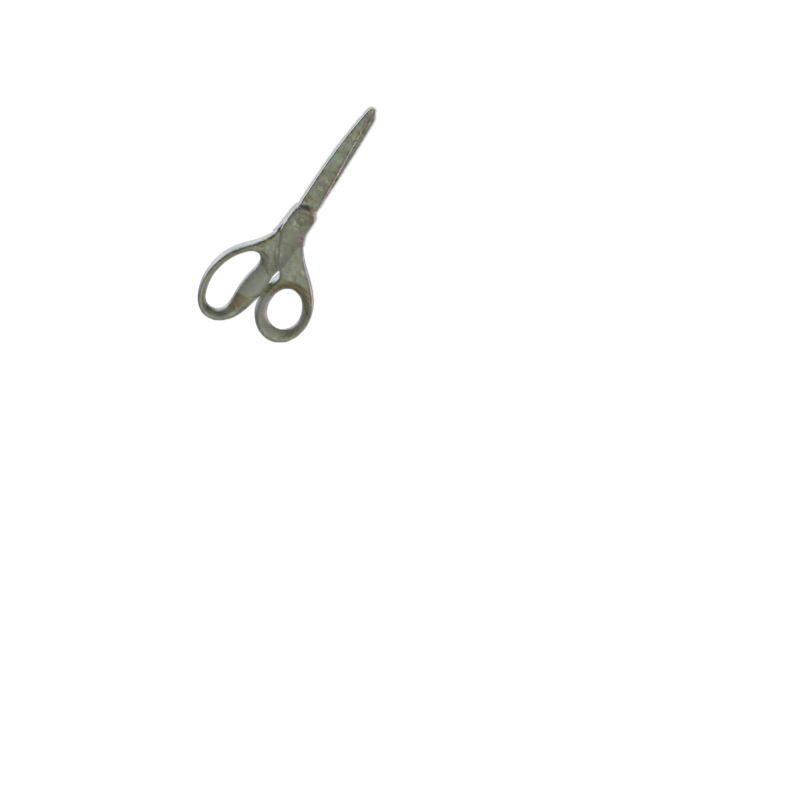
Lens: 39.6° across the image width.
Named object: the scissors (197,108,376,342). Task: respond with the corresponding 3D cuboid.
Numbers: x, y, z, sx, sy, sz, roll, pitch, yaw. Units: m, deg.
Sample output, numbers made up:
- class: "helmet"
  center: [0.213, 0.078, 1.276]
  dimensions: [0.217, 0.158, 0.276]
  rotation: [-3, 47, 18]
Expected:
- class: "scissors"
  center: [-0.065, -0.118, 0.825]
  dimensions: [0.200, 0.092, 0.017]
  rotation: [-38, 18, 15]
